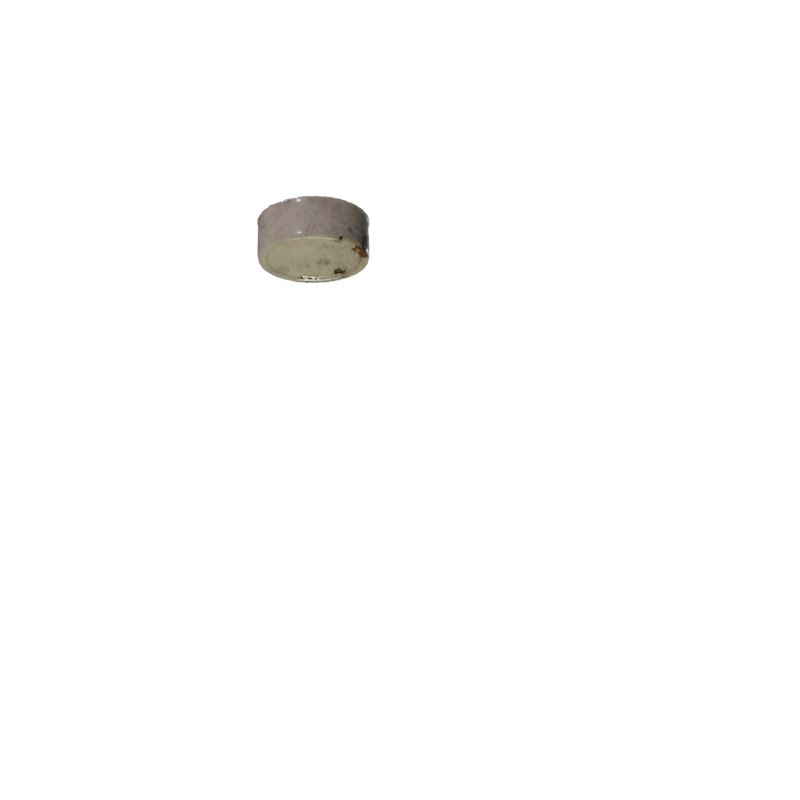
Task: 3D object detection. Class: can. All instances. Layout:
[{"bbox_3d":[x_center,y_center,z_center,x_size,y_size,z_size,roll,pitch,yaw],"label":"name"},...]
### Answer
[{"bbox_3d":[-0.066,-0.120,0.839,0.086,0.035,0.082,0,-20,-2],"label":"can"}]
